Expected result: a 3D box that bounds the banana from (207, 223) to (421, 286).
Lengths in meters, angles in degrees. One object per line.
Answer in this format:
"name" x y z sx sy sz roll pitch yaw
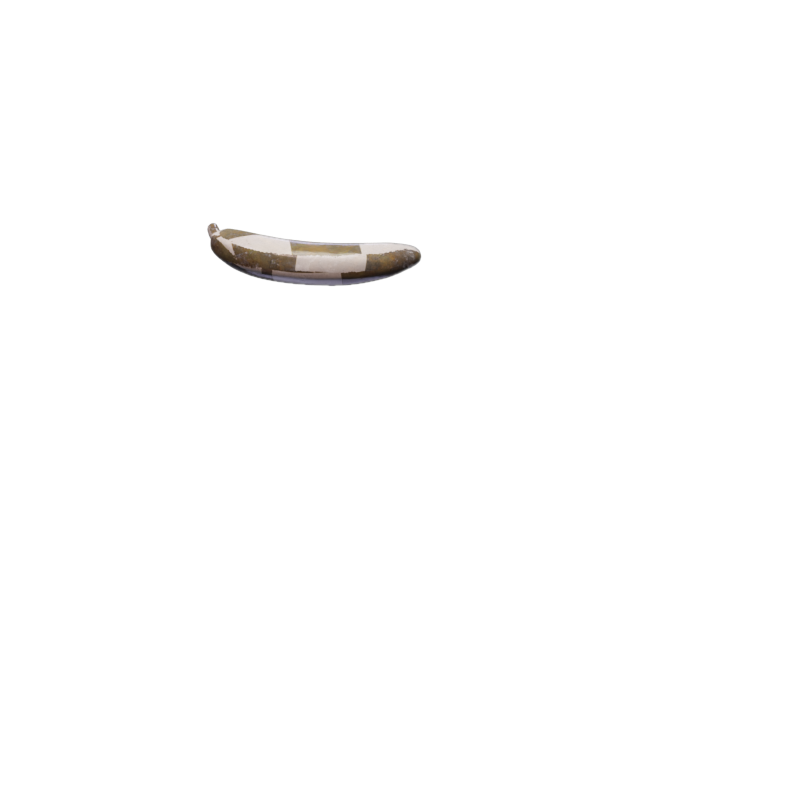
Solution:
"banana" -0.084 -0.128 0.963 0.202 0.034 0.073 10 42 11
